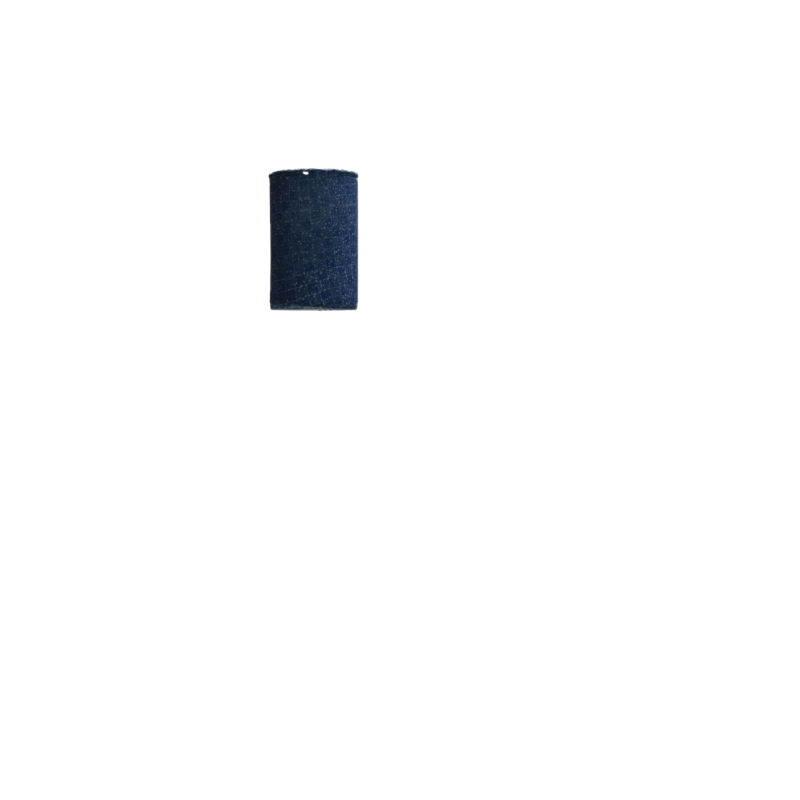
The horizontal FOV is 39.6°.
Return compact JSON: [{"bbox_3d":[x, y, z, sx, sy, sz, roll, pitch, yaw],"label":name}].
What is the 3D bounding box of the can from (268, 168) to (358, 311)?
[{"bbox_3d":[-0.065,-0.118,0.829,0.068,0.103,0.068,0,-2,-2],"label":"can"}]
